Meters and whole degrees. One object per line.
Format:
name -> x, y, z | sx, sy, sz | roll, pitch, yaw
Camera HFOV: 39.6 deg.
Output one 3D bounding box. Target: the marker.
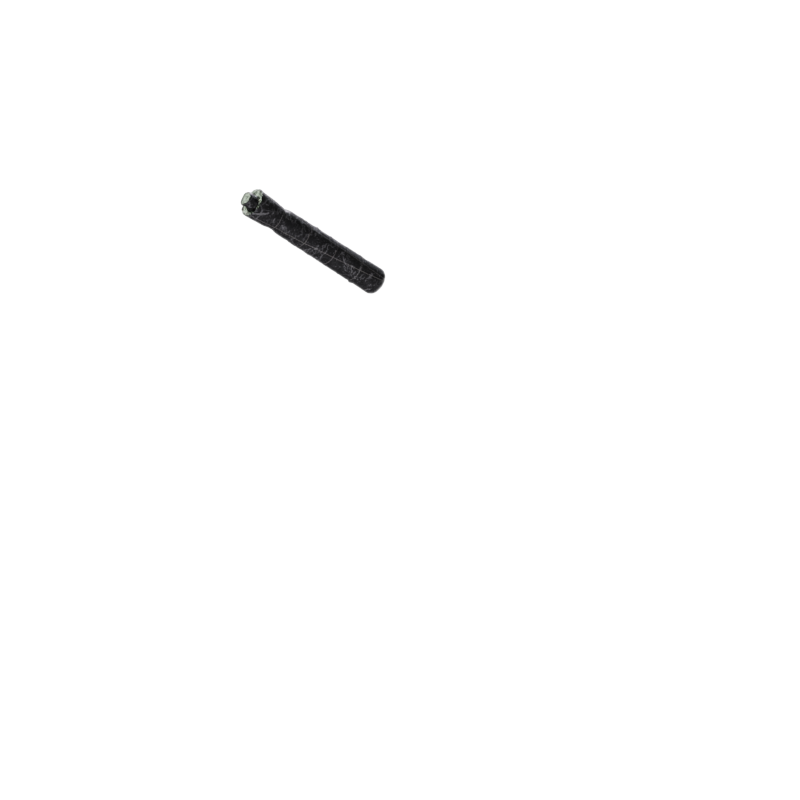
marker -> -0.056, -0.103, 0.718 | 0.113, 0.020, 0.021 | 29, -16, -37
